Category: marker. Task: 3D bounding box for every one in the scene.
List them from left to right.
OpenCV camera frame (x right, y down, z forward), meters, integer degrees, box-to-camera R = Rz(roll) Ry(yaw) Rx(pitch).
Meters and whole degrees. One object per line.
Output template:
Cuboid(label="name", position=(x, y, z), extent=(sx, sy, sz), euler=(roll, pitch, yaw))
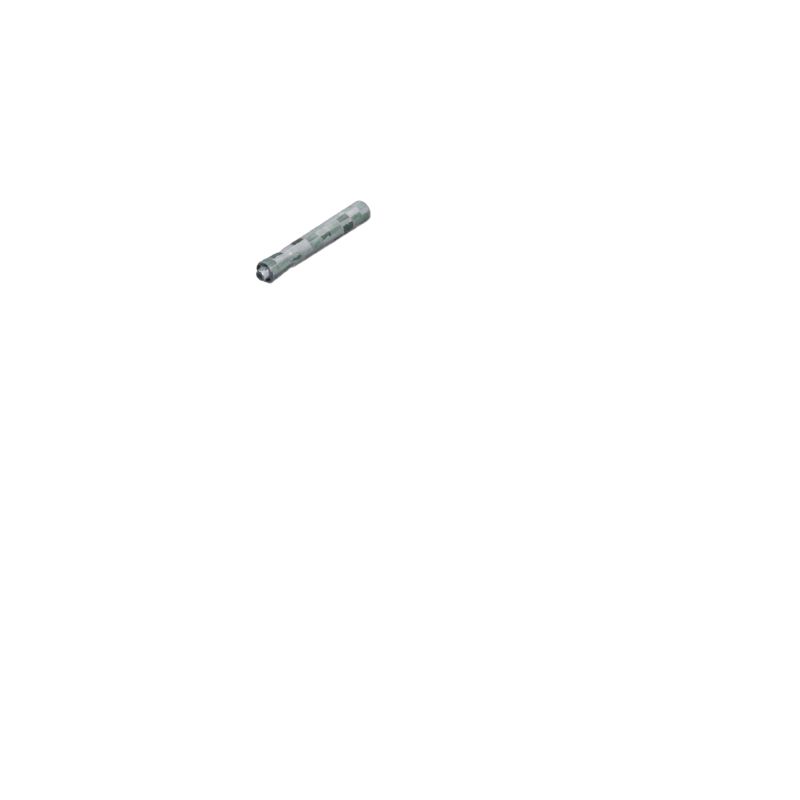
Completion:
Cuboid(label="marker", position=(-0.069, -0.125, 0.877), extent=(0.021, 0.019, 0.122), euler=(4, 33, 45))
